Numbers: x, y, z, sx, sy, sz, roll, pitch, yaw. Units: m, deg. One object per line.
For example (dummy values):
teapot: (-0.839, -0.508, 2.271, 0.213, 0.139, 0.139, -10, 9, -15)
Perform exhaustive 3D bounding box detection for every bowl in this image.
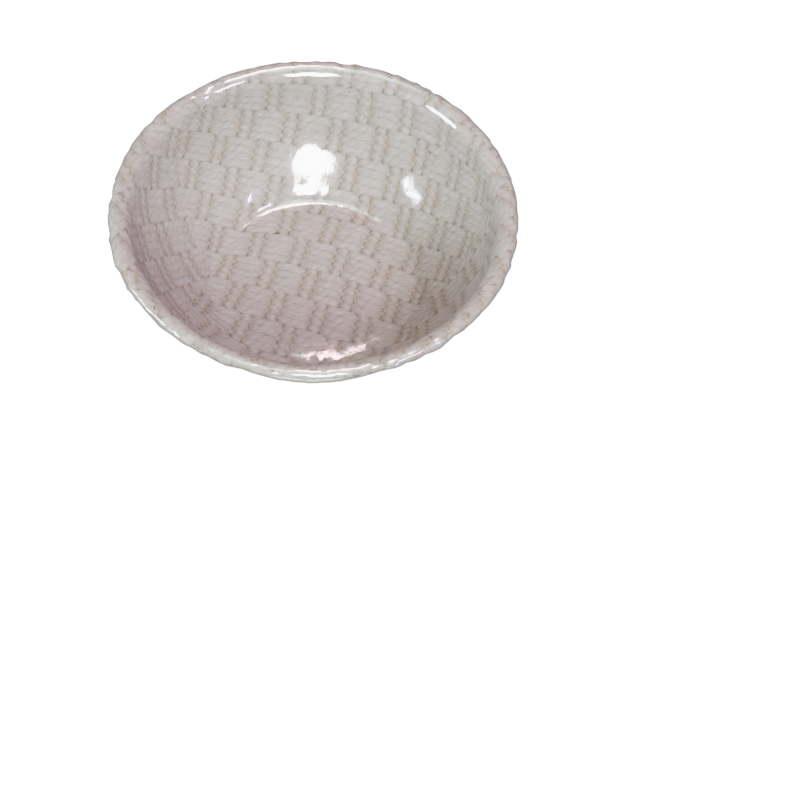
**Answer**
bowl: (-0.036, -0.065, 0.456, 0.162, 0.174, 0.051, -1, -35, -1)
